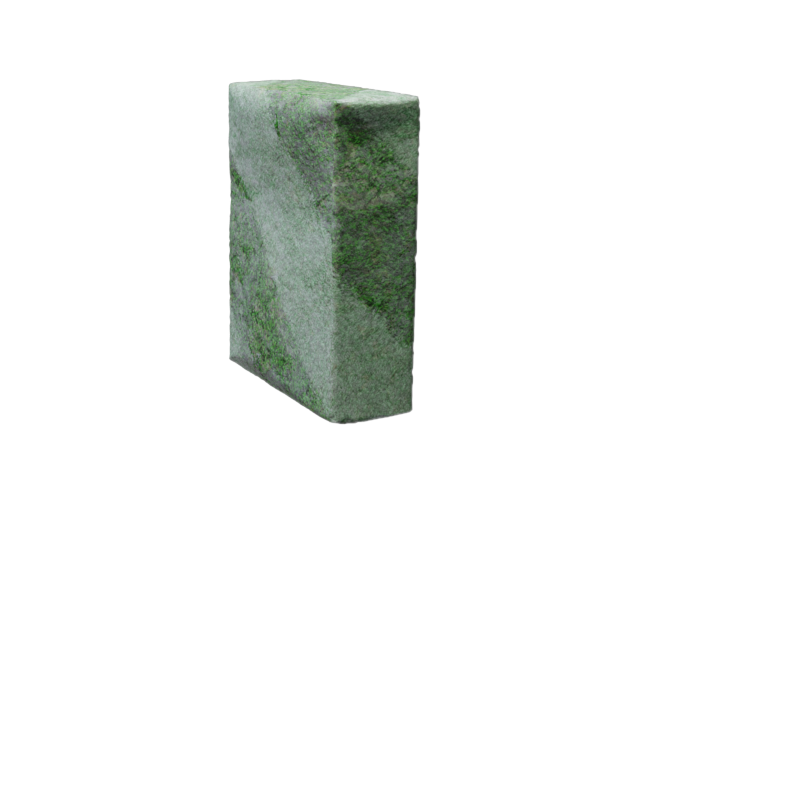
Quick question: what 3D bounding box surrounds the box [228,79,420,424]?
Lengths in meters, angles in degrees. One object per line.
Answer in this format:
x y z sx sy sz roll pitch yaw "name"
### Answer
-0.061 -0.110 0.773 0.070 0.207 0.174 -7 17 -30 "box"
